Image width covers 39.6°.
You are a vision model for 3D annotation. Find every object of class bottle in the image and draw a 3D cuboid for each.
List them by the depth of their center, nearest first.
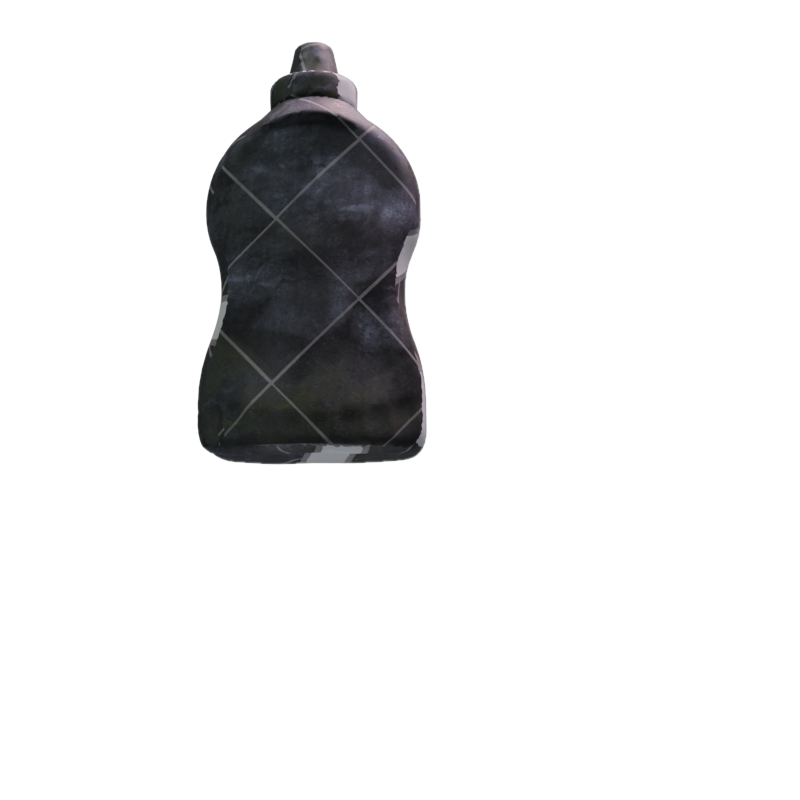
[{"bbox_3d":[-0.039,-0.071,0.496,0.097,0.199,0.056,-3,-16,6],"label":"bottle"}]
